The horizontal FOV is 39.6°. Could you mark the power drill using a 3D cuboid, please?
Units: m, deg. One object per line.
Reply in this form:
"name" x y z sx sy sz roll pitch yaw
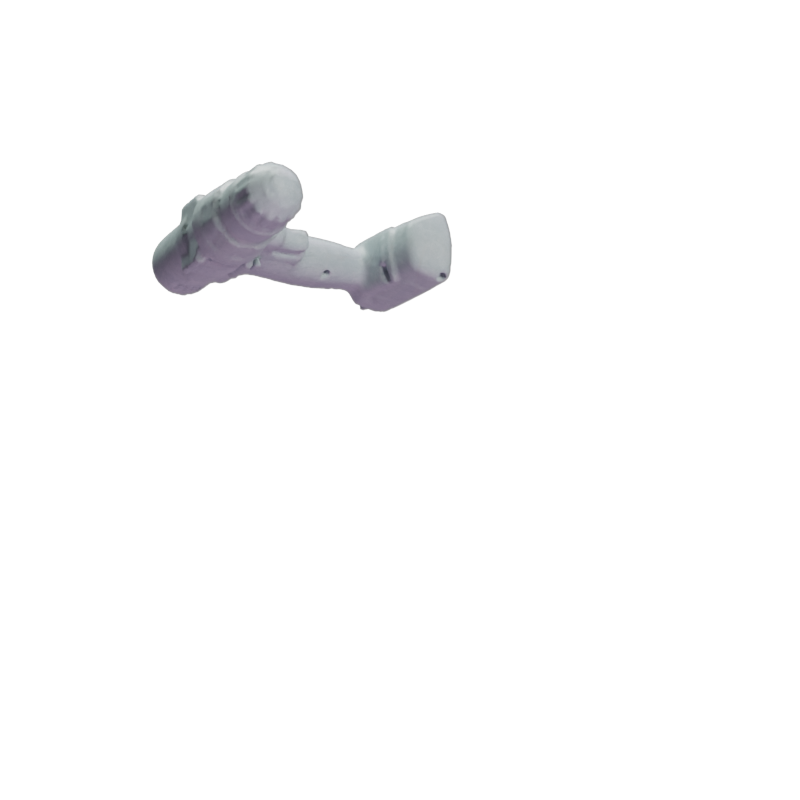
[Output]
"power drill" -0.061 -0.111 0.774 0.180 0.059 0.185 6 -13 -30
